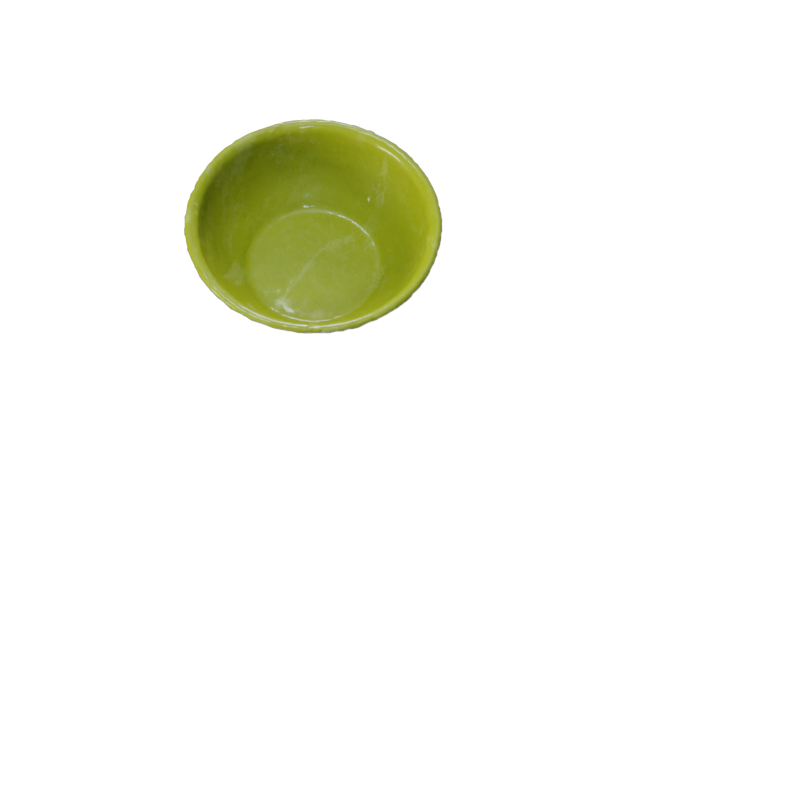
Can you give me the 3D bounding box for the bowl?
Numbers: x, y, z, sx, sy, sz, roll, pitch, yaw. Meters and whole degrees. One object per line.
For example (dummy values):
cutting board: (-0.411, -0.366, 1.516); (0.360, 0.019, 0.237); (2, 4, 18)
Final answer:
bowl: (-0.056, -0.102, 0.715); (0.162, 0.173, 0.052); (-1, -31, -1)
